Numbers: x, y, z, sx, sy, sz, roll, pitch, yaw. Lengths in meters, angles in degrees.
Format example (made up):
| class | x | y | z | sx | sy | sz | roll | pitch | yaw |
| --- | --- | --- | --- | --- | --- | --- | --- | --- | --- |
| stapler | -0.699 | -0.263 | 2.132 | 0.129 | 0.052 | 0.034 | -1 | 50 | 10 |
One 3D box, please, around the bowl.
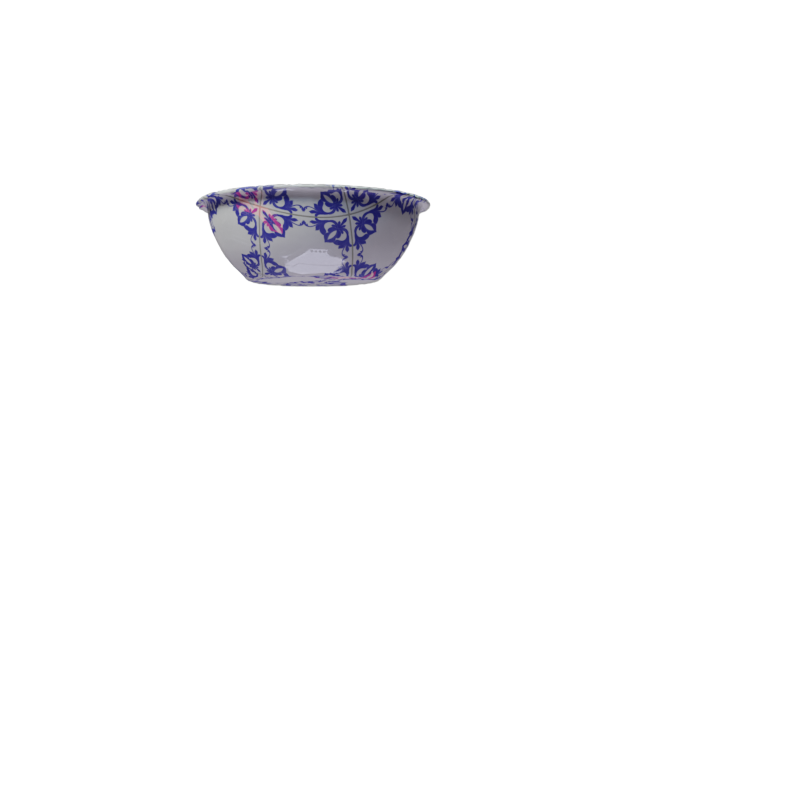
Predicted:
| class | x | y | z | sx | sy | sz | roll | pitch | yaw |
| --- | --- | --- | --- | --- | --- | --- | --- | --- | --- |
| bowl | -0.060 | -0.109 | 0.764 | 0.162 | 0.056 | 0.161 | 0 | 0 | -2 |
